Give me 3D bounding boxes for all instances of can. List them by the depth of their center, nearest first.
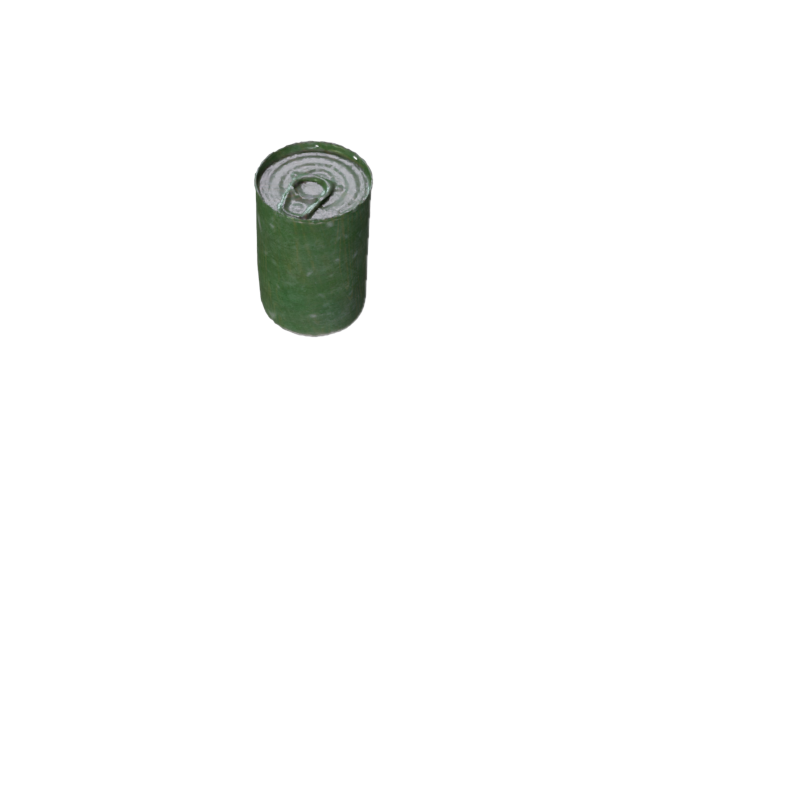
[{"bbox_3d":[-0.052,-0.095,0.667,0.068,0.074,0.095,0,-41,-3],"label":"can"}]
